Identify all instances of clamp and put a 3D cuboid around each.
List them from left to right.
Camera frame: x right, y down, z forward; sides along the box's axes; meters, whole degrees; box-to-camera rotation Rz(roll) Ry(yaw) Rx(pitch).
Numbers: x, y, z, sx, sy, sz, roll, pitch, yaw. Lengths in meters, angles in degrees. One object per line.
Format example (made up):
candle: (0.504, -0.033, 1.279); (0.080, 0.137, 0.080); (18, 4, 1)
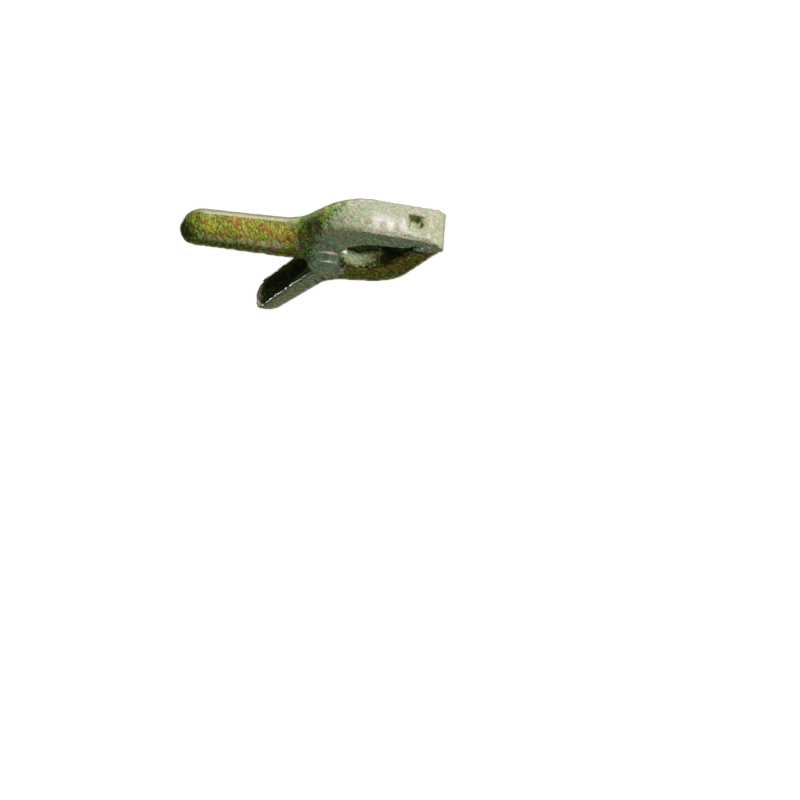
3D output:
clamp: (-0.058, -0.105, 0.736); (0.174, 0.041, 0.112); (-12, -23, 30)
